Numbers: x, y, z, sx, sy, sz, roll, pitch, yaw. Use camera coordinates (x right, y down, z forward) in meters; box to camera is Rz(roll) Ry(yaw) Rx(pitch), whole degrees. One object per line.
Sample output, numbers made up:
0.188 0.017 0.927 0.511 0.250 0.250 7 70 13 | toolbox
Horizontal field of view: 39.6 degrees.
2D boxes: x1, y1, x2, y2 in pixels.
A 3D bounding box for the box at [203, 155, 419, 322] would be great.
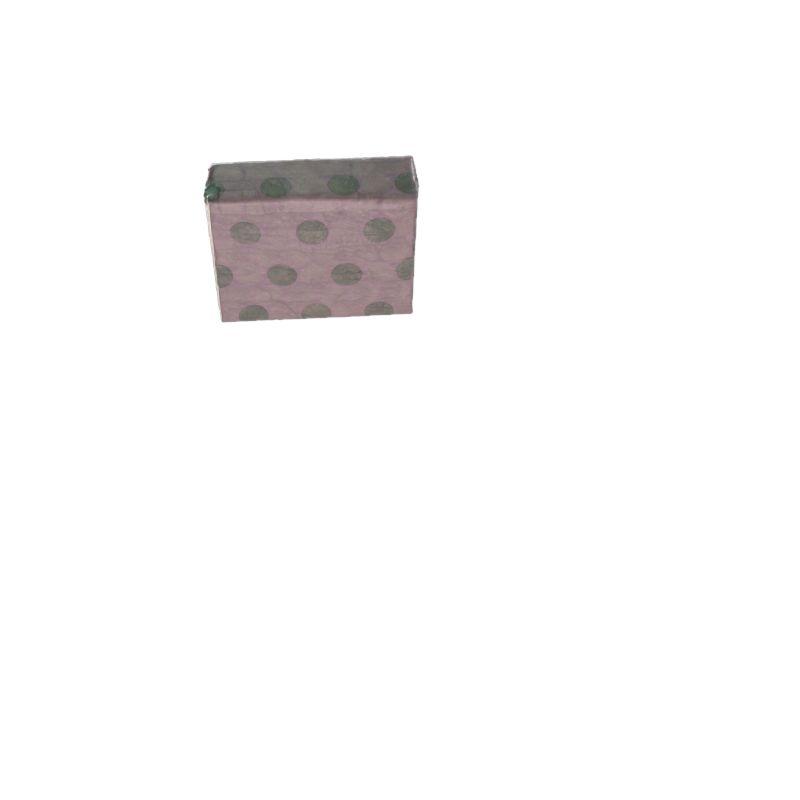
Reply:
-0.048 -0.087 0.612 0.113 0.042 0.084 0 -44 0 | box
